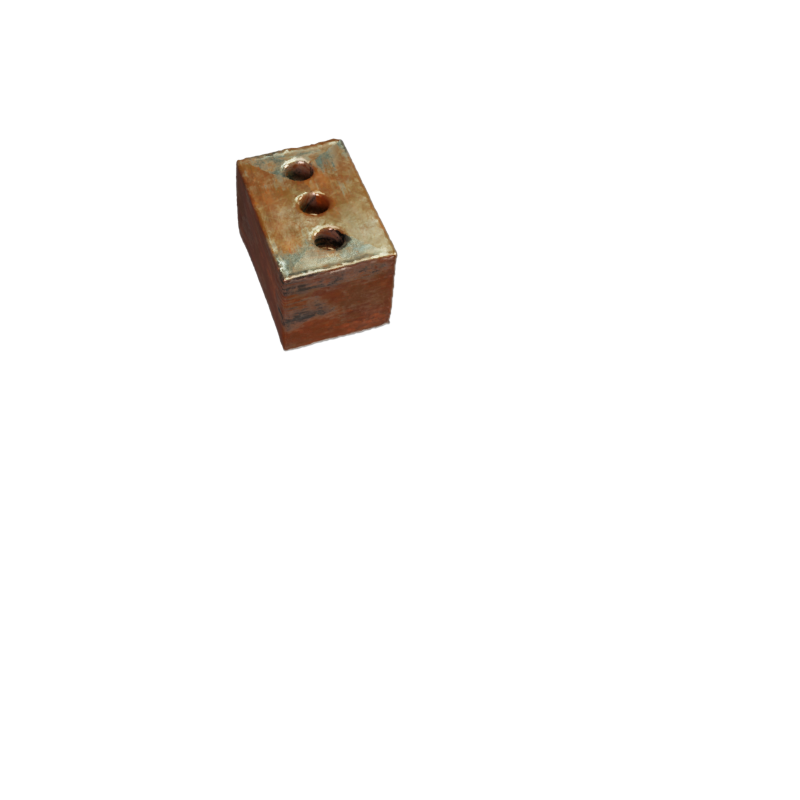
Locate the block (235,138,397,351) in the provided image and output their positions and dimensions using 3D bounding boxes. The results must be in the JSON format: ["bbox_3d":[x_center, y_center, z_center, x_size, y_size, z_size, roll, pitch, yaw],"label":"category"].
[{"bbox_3d":[-0.039,-0.072,0.501,0.052,0.084,0.048,-15,-37,-13],"label":"block"}]
